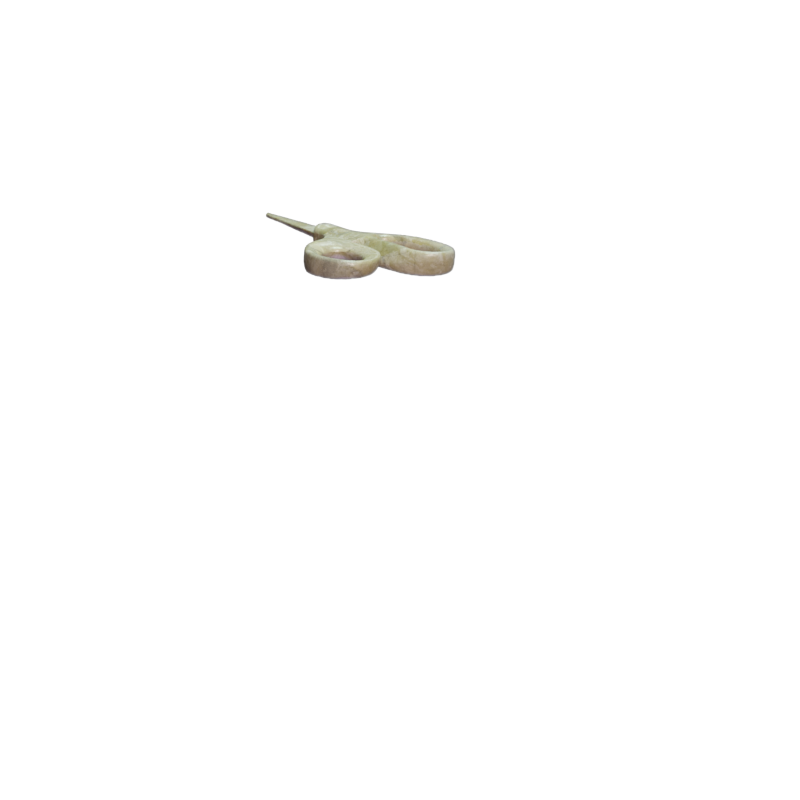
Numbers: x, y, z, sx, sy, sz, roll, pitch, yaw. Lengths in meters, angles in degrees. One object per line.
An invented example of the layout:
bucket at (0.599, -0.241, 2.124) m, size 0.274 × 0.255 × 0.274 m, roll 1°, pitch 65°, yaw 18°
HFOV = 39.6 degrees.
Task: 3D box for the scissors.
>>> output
scissors at (-0.055, -0.100, 0.702) m, size 0.094 × 0.015 × 0.213 m, roll -16°, pitch 24°, yaw -41°
